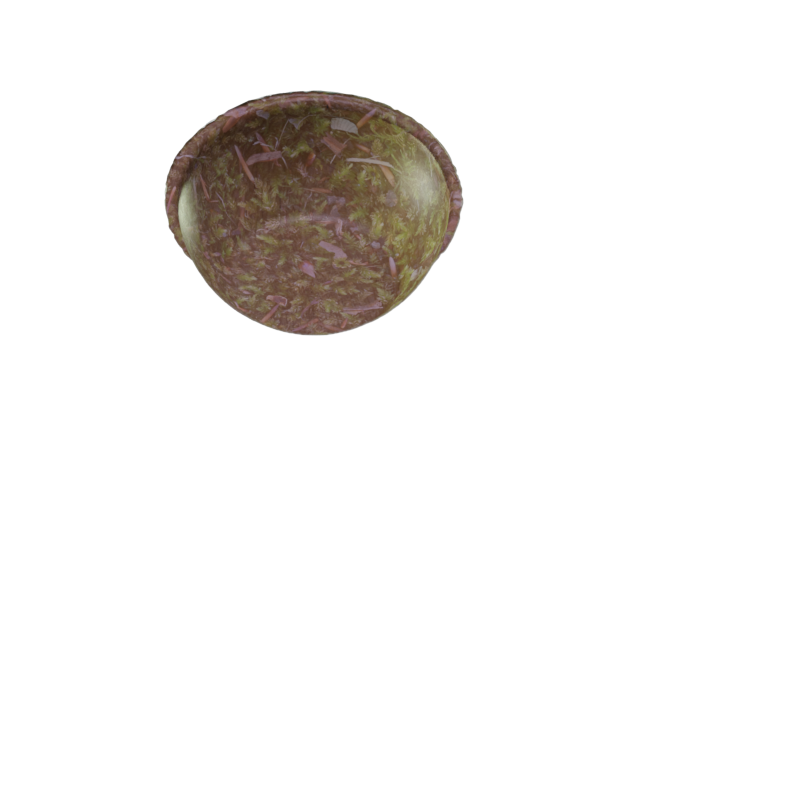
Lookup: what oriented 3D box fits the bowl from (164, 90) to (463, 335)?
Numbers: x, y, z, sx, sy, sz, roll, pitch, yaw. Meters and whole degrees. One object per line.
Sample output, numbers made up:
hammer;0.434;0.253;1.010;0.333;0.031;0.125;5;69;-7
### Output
bowl;-0.046;-0.084;0.586;0.162;0.059;0.151;1;-40;-1
